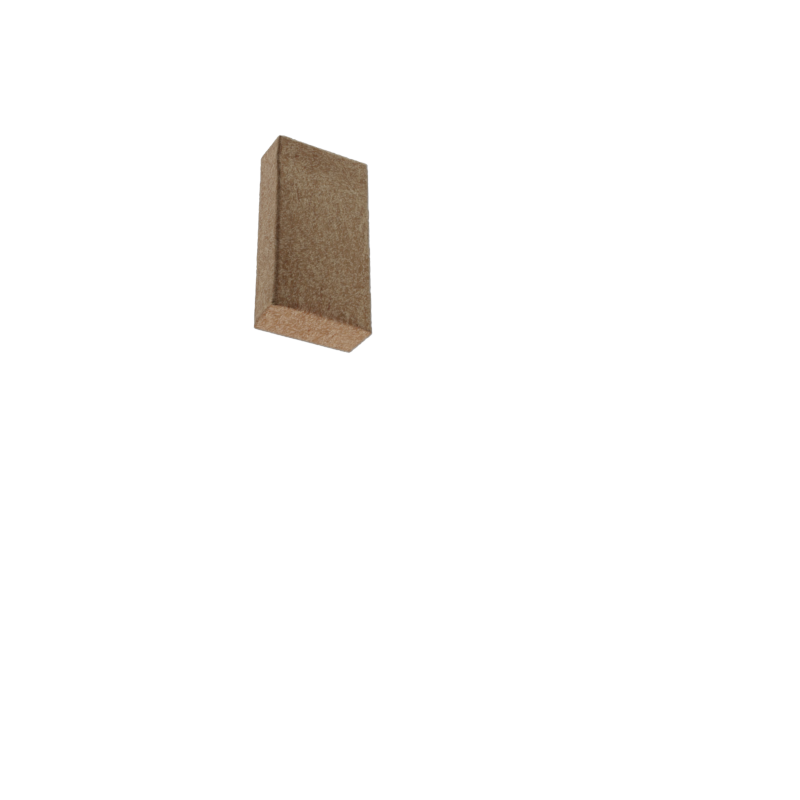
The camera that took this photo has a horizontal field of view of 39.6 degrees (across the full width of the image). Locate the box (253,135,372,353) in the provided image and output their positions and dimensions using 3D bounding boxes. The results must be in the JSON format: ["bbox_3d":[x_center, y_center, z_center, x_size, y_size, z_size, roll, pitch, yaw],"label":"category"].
[{"bbox_3d":[-0.074,-0.135,0.948,0.089,0.188,0.047,15,-37,-25],"label":"box"}]
